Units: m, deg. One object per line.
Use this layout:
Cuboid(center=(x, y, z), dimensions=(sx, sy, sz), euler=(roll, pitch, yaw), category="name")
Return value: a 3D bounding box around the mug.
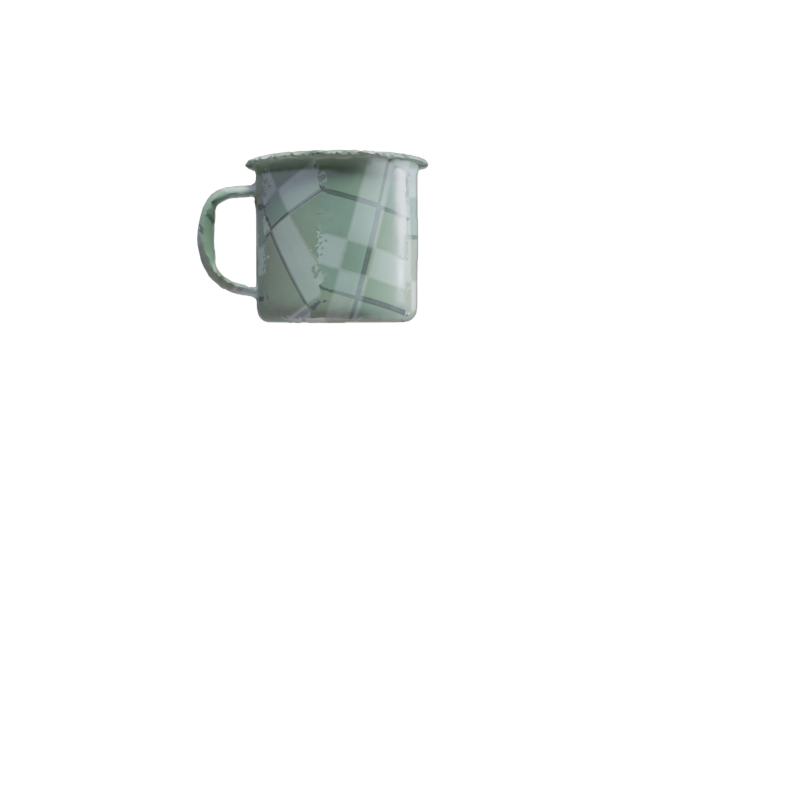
Cuboid(center=(-0.044, -0.080, 0.561), dimensions=(0.116, 0.082, 0.094), euler=(0, 1, -8), category="mug")
